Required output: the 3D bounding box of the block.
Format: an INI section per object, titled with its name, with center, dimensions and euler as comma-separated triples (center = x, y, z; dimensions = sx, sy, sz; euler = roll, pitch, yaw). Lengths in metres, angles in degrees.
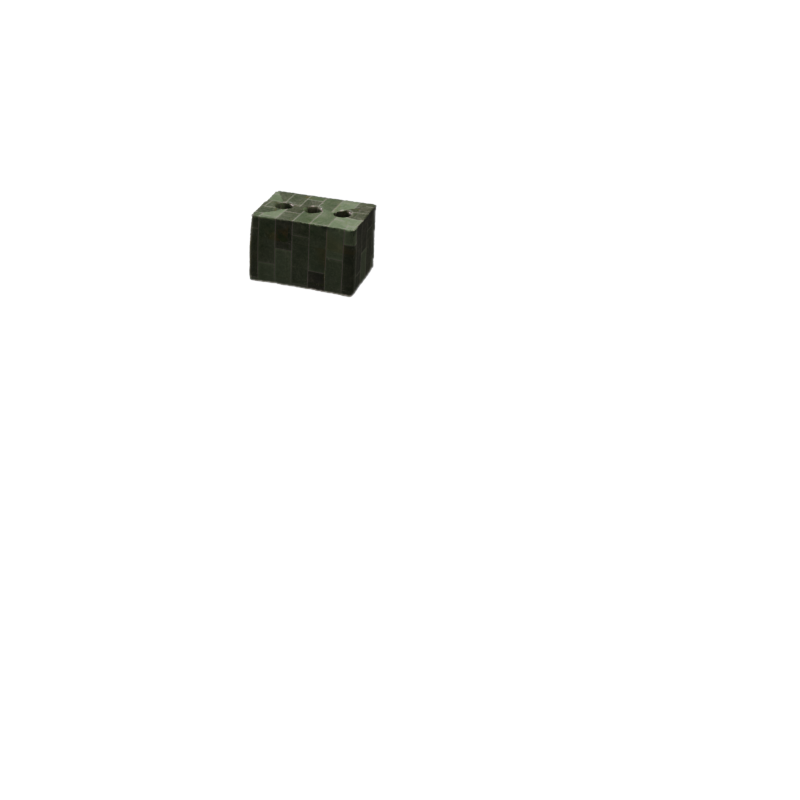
[block]
center = -0.061, -0.111, 0.781
dimensions = 0.080, 0.048, 0.054
euler = 10, 30, 16
